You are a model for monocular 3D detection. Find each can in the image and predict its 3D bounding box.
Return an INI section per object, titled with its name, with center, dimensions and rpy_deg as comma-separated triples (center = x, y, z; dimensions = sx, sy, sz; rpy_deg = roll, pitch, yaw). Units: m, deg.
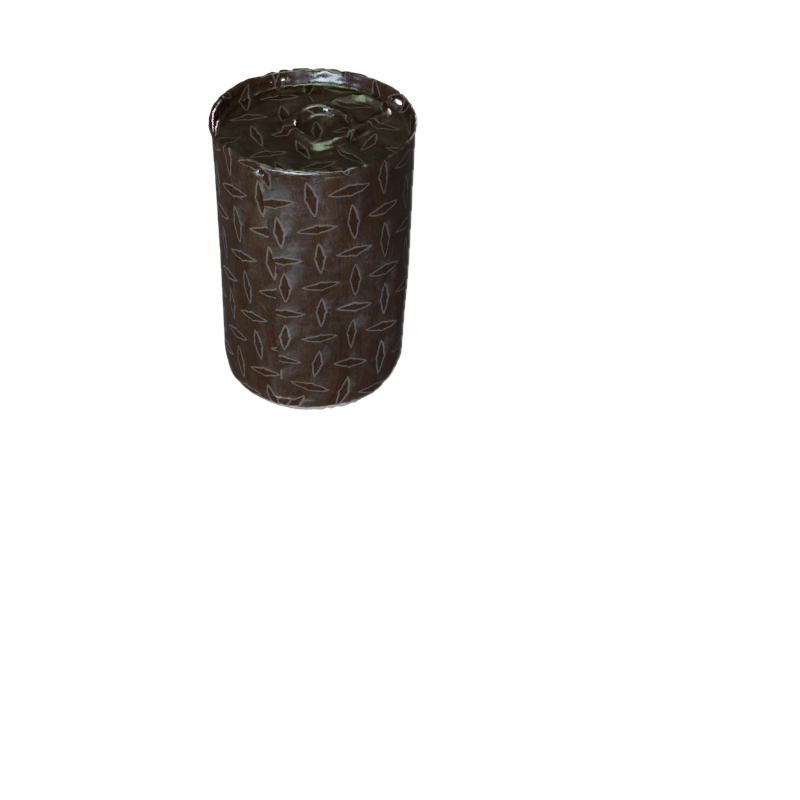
[can]
center = -0.030, -0.056, 0.389
dimensions = 0.068, 0.095, 0.073
rpy_deg = 0, 40, -3
